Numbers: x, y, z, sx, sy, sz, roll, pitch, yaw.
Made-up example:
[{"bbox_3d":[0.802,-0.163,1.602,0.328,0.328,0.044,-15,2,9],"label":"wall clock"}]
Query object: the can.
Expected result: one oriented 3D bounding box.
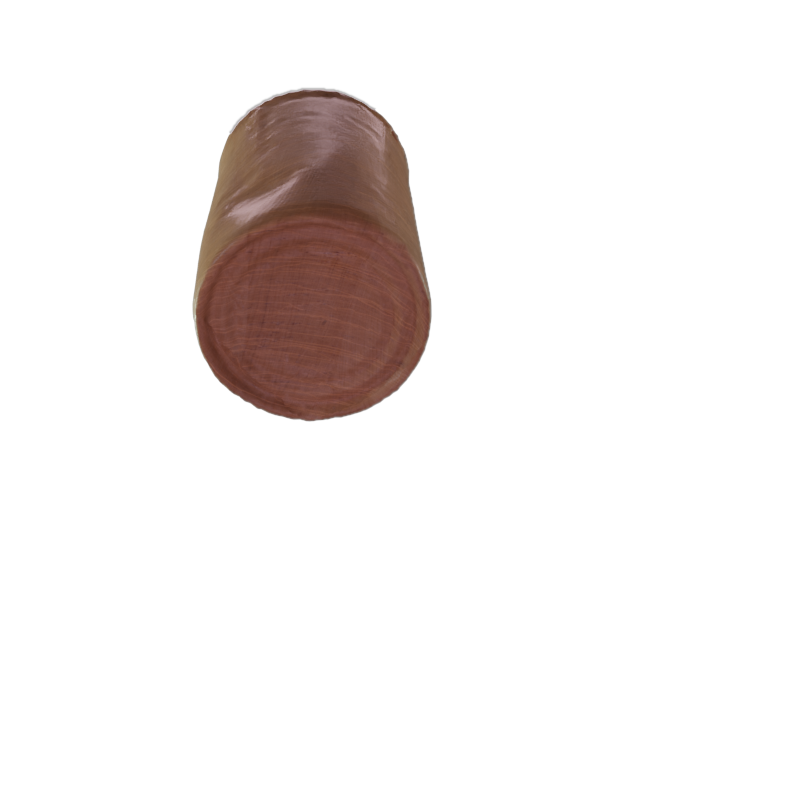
[{"bbox_3d":[-0.027,-0.050,0.348,0.068,0.065,0.109,-1,31,-3],"label":"can"}]
